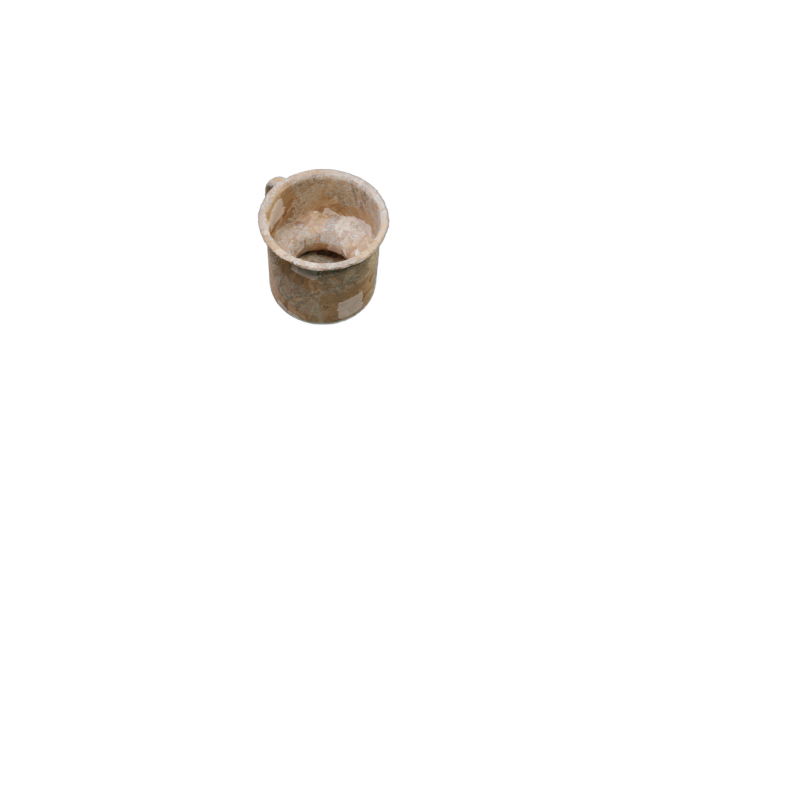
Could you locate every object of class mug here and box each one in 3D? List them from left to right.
[{"bbox_3d":[-0.064,-0.117,0.821,0.093,0.125,0.076,-32,-28,-22],"label":"mug"}]
